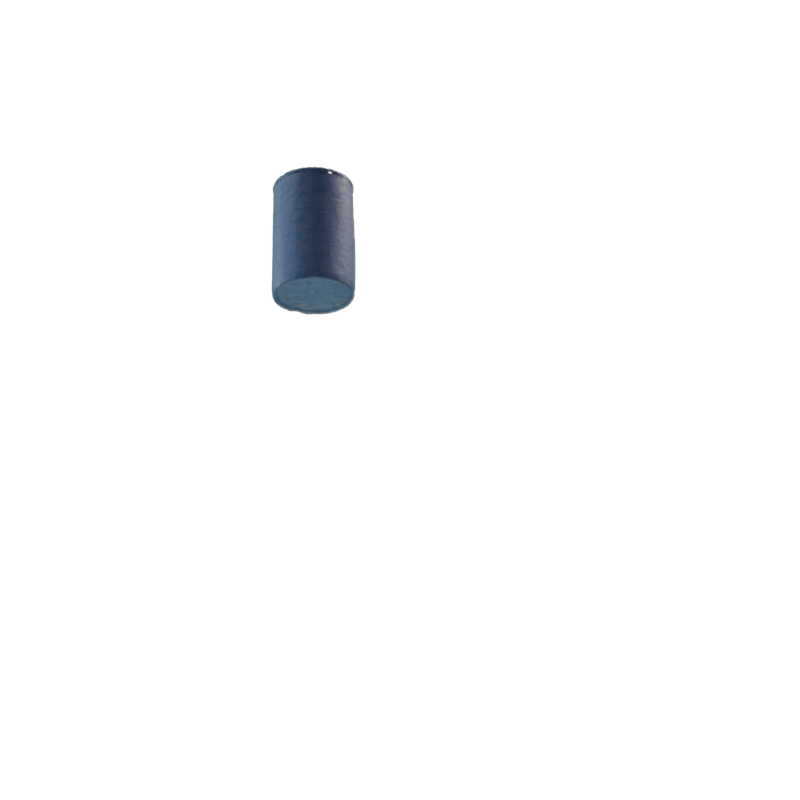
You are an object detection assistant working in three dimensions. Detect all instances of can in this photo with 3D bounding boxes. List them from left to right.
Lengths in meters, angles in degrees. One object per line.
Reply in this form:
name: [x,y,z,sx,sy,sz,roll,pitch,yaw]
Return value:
can: [-0.071,-0.129,0.903,0.068,0.108,0.065,0,-27,-2]
